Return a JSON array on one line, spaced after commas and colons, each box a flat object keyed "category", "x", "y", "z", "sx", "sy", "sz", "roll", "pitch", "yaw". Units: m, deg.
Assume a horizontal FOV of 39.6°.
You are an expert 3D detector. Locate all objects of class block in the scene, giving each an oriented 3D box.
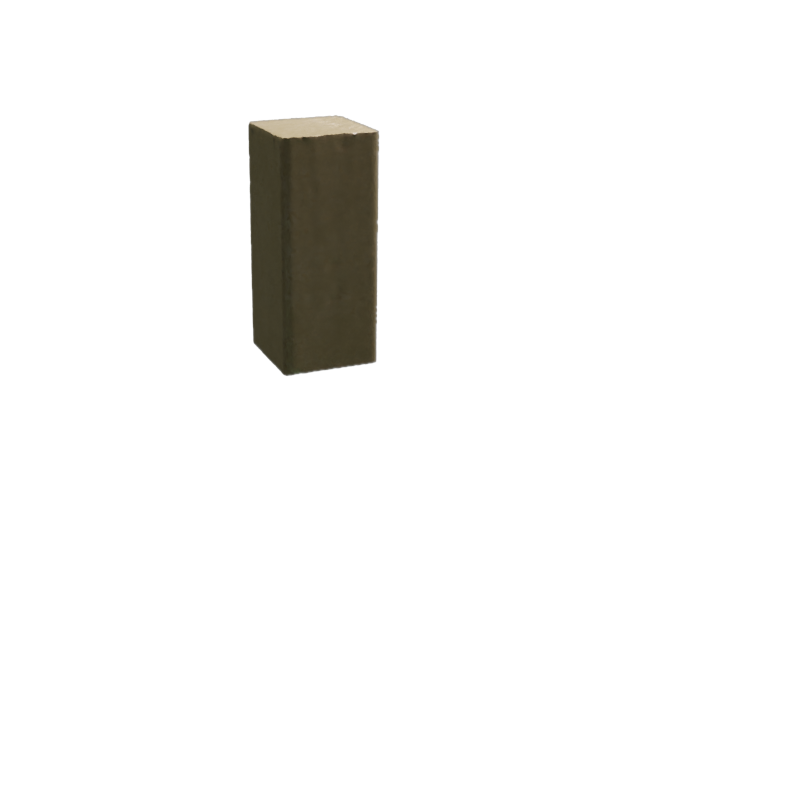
[{"category": "block", "x": -0.077, "y": -0.139, "z": 0.971, "sx": 0.088, "sy": 0.198, "sz": 0.096, "roll": -7, "pitch": 20, "yaw": -23}]
